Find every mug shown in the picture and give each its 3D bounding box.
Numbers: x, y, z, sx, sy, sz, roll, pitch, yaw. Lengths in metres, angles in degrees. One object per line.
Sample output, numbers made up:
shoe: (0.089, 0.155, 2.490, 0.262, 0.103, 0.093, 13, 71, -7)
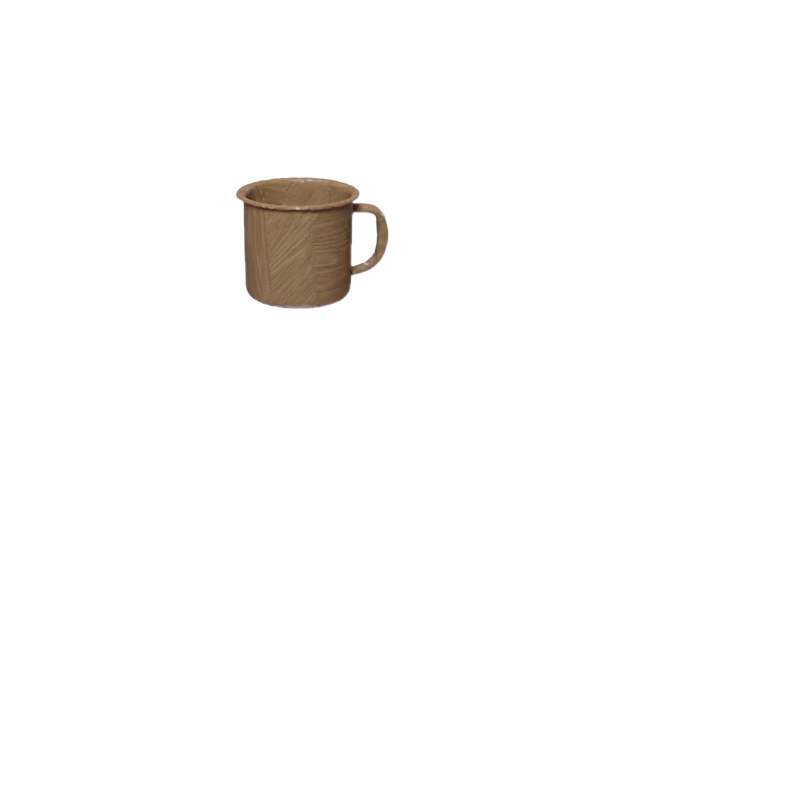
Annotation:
mug: (-0.066, -0.121, 0.848, 0.115, 0.078, 0.099, -6, 22, -15)
